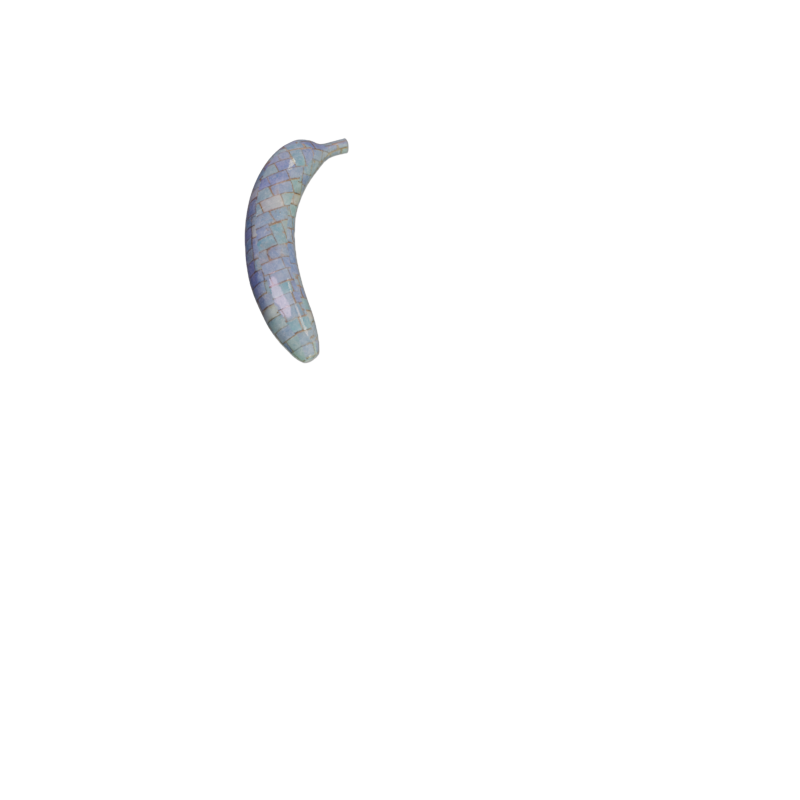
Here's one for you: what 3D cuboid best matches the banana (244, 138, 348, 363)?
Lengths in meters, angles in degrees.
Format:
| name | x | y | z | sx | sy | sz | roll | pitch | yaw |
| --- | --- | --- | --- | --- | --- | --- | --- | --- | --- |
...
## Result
| name | x | y | z | sx | sy | sz | roll | pitch | yaw |
| --- | --- | --- | --- | --- | --- | --- | --- | --- | --- |
| banana | -0.083 | -0.124 | 0.828 | 0.070 | 0.209 | 0.035 | 5 | -28 | 2 |
